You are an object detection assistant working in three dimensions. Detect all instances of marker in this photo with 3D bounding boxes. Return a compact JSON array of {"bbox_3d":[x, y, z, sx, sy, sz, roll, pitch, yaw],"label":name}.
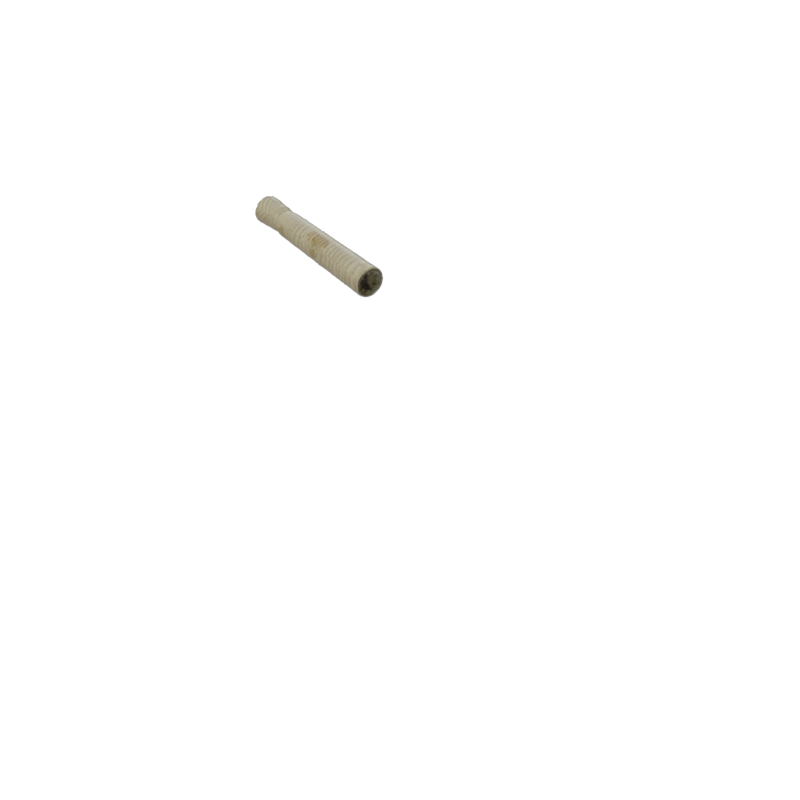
[{"bbox_3d":[-0.053,-0.096,0.675,0.019,0.019,0.130,-3,29,-37],"label":"marker"}]
